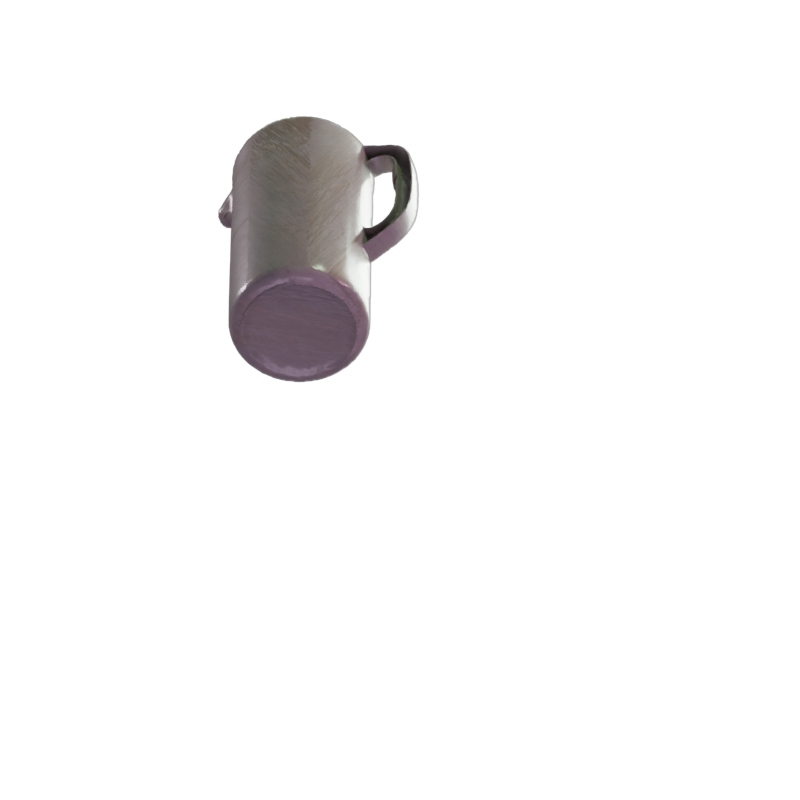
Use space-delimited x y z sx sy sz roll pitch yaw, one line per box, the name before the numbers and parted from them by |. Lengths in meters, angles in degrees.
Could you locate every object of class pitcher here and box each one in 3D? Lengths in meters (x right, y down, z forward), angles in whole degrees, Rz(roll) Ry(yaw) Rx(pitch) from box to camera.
pitcher | -0.073 -0.133 0.928 0.141 0.144 0.260 20 33 -17
